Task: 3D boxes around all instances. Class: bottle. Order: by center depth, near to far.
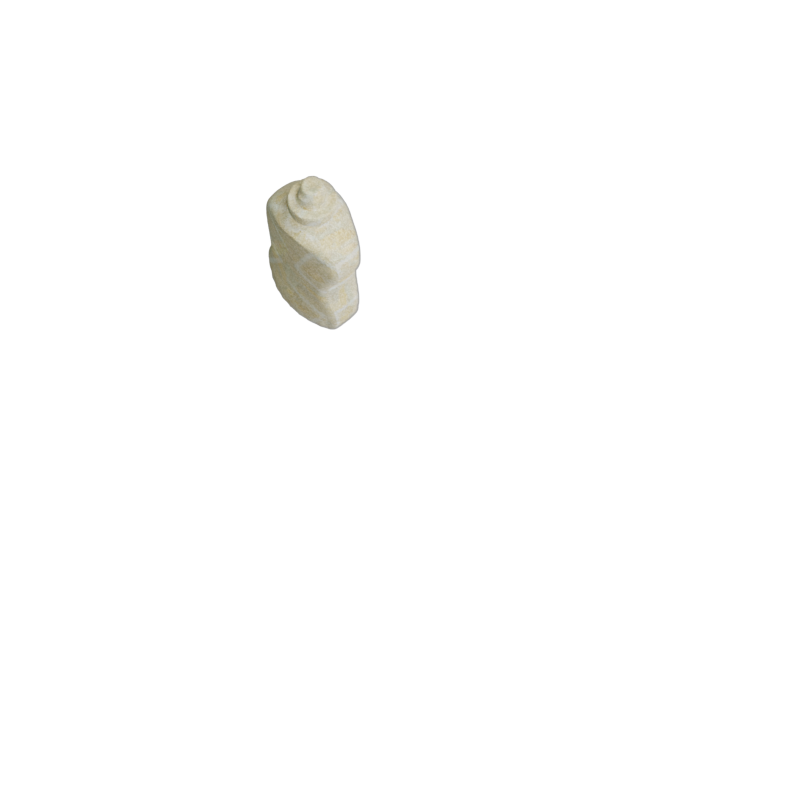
[{"bbox_3d":[-0.076,-0.137,0.963,0.059,0.101,0.182,-37,-16,-17],"label":"bottle"}]
